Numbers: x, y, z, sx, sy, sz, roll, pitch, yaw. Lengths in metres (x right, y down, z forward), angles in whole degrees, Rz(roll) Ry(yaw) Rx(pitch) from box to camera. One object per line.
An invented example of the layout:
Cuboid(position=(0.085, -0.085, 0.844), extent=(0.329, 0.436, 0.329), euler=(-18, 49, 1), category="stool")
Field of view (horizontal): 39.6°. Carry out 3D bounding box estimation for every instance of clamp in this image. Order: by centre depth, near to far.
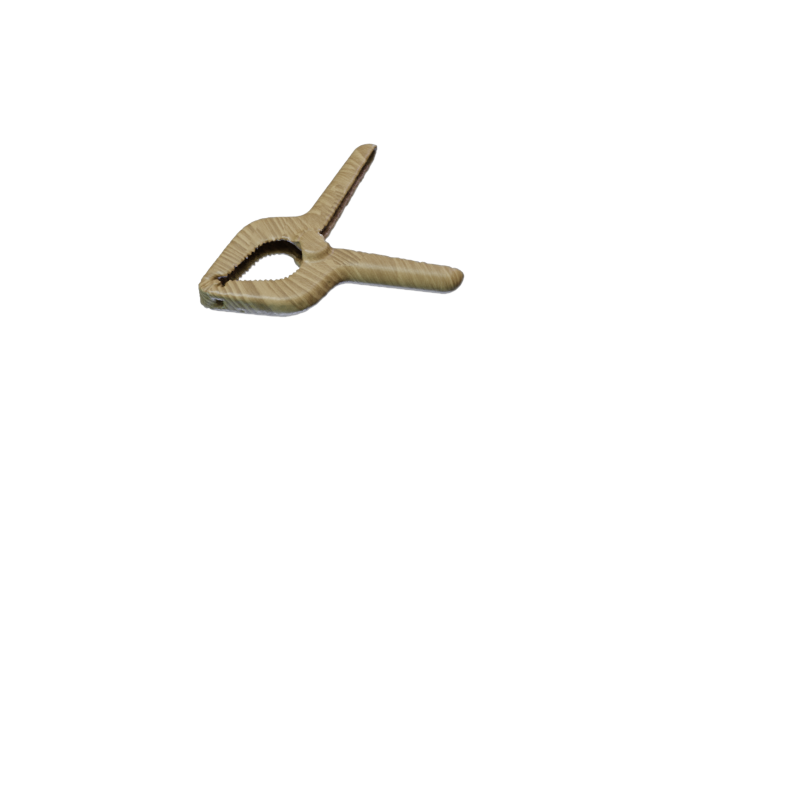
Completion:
Cuboid(position=(-0.073, -0.133, 0.931), extent=(0.208, 0.177, 0.034), euler=(-17, -32, -11), category="clamp")
